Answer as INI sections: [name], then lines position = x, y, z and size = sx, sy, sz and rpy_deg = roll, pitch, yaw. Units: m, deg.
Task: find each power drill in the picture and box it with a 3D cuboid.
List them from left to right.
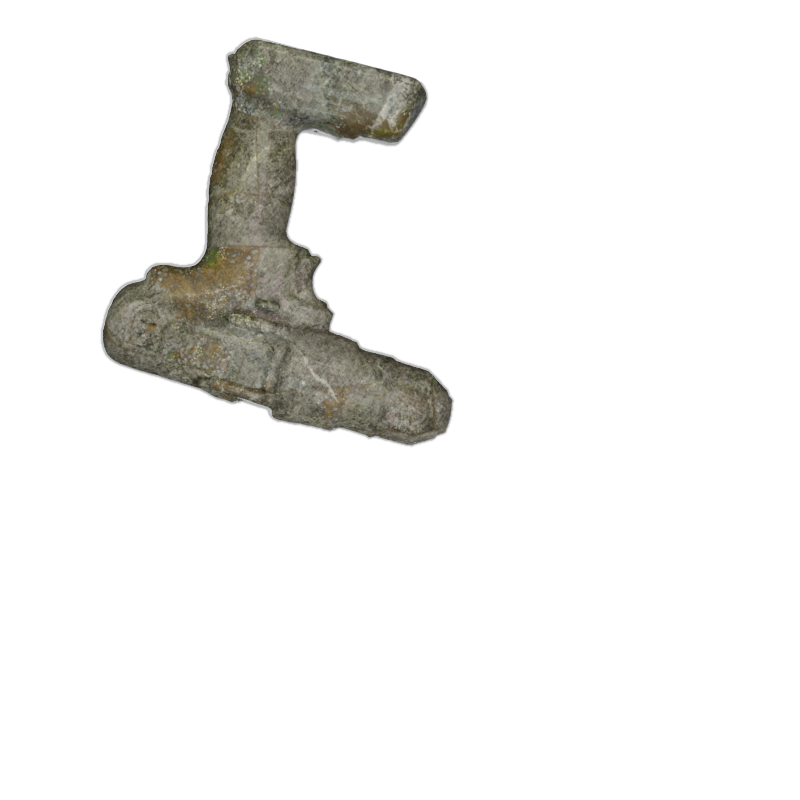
[power drill]
position = -0.045, -0.083, 0.579
size = 0.185, 0.191, 0.056
rpy_deg = 16, -8, 2
